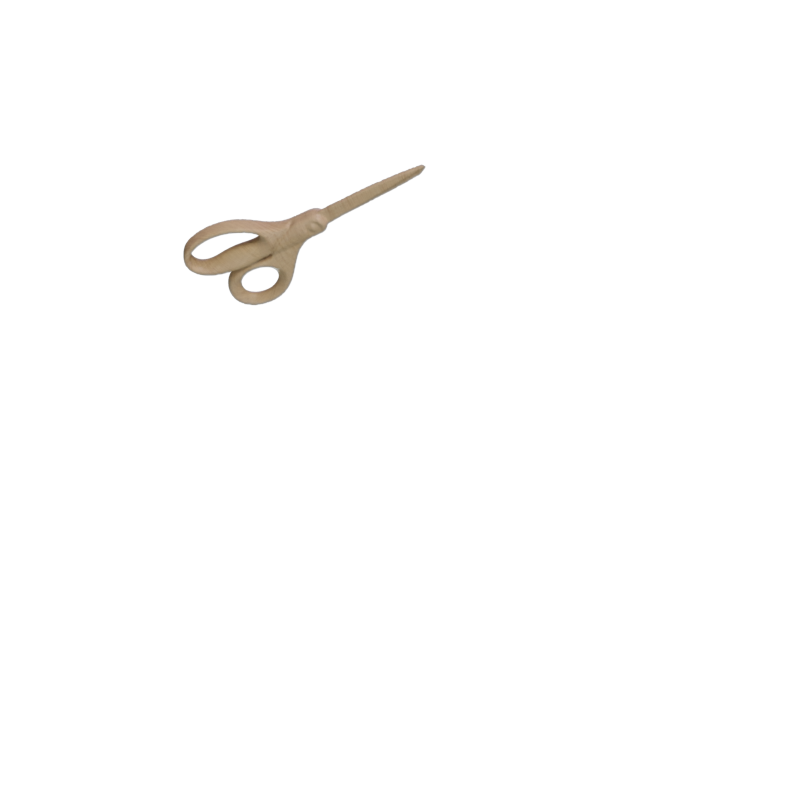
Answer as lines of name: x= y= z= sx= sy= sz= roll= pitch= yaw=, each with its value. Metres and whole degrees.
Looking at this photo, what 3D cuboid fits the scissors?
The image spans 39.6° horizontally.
scissors: x=-0.066 y=-0.121 z=0.848 sx=0.204 sy=0.017 sz=0.089 roll=-12 pitch=-42 yaw=13
